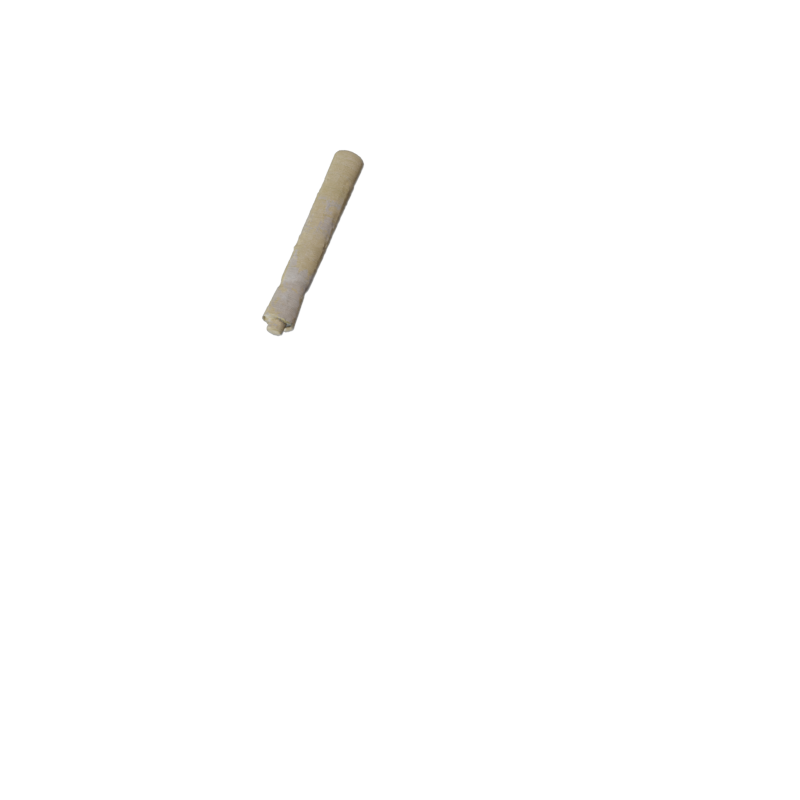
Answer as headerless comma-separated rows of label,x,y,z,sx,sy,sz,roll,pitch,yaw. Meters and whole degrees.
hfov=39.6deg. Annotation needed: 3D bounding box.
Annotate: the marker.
marker,-0.049,-0.090,0.632,0.020,0.126,0.019,17,-26,6
